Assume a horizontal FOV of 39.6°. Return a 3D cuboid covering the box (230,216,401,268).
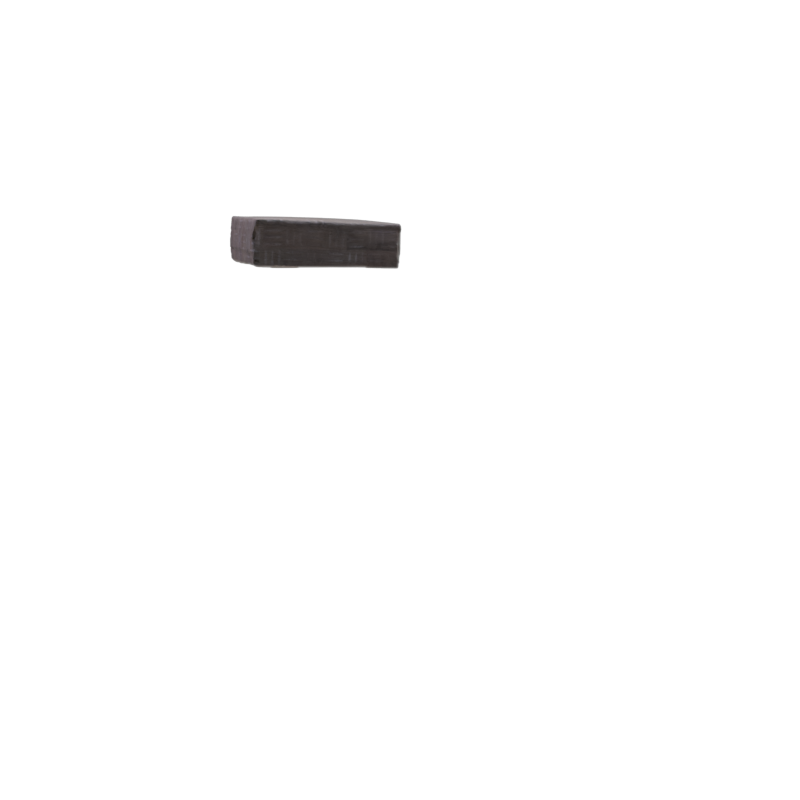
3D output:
[{"bbox_3d":[-0.066,-0.120,0.840,0.111,0.038,0.093,-3,9,-17],"label":"box"}]
